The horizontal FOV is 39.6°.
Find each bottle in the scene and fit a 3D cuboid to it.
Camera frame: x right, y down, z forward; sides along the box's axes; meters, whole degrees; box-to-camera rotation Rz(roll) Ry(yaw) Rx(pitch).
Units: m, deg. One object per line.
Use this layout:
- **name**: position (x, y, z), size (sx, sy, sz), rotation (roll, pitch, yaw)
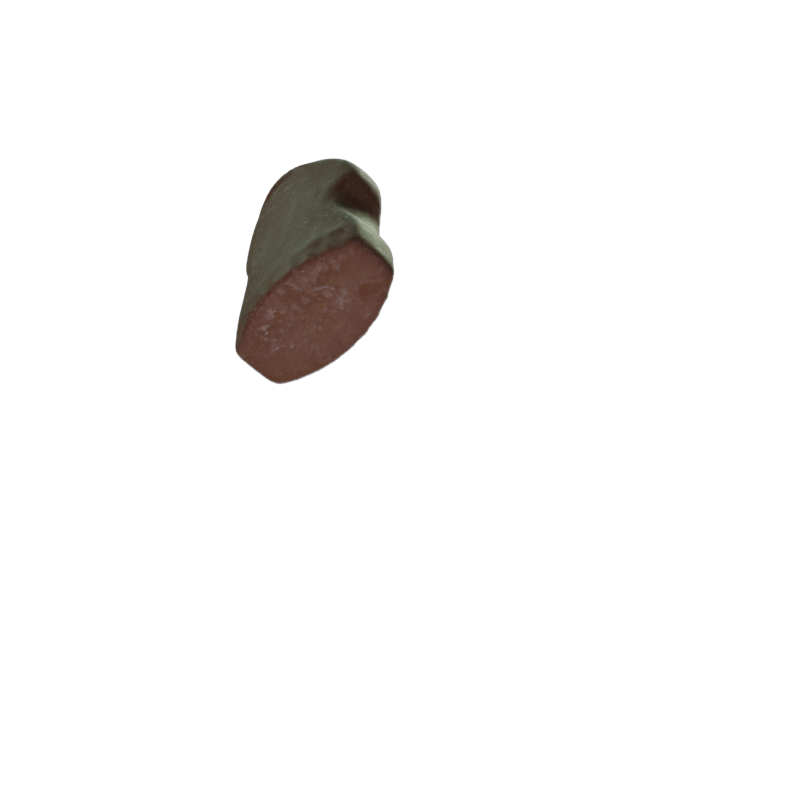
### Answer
- **bottle**: position (-0.052, -0.095, 0.665), size (0.056, 0.095, 0.204), rotation (38, 22, -23)
